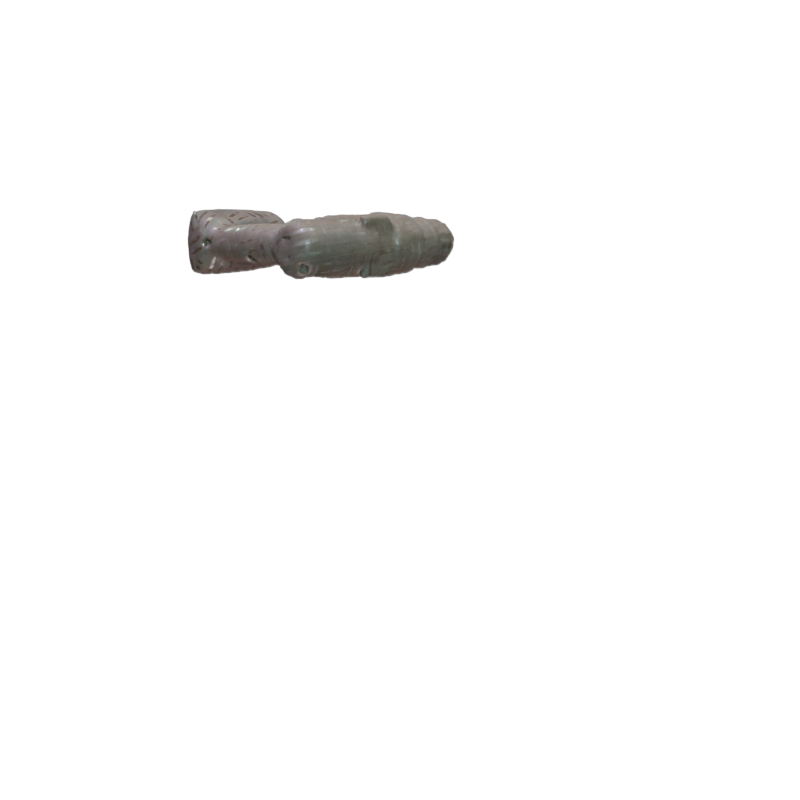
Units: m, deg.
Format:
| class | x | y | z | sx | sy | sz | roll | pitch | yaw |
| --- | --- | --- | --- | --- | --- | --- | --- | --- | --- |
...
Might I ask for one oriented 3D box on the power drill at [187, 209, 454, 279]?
| class | x | y | z | sx | sy | sz | roll | pitch | yaw |
| --- | --- | --- | --- | --- | --- | --- | --- | --- | --- |
| power drill | -0.073 | -0.133 | 0.932 | 0.196 | 0.057 | 0.178 | 7 | 10 | 44 |
